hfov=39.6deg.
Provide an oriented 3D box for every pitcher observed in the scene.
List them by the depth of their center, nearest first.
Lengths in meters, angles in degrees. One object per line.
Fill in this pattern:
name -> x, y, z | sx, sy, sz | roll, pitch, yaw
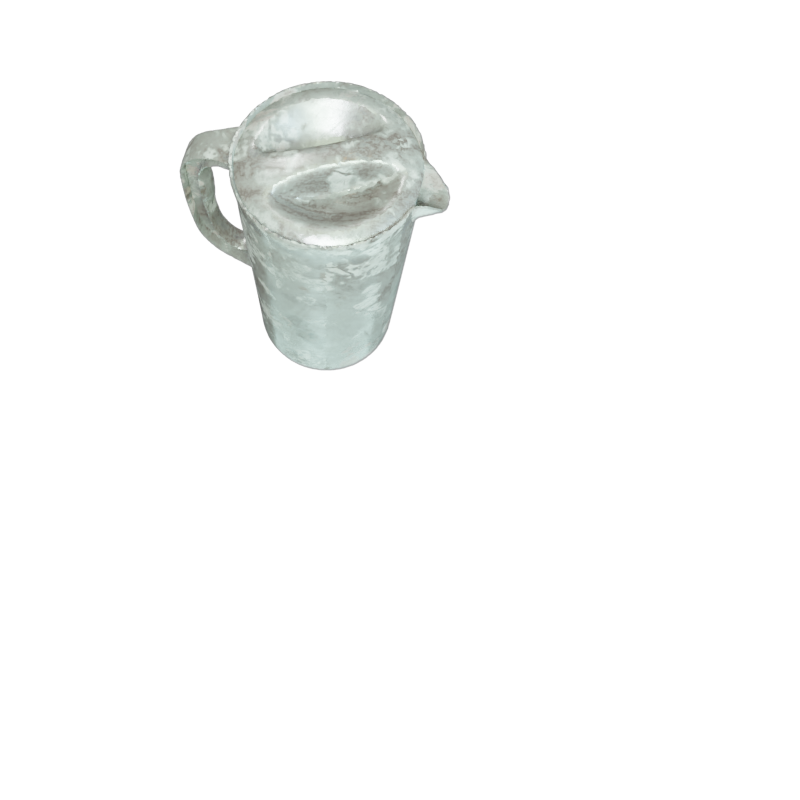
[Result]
pitcher -> -0.065, -0.119, 0.834 | 0.145, 0.158, 0.230 | -30, -20, -16
